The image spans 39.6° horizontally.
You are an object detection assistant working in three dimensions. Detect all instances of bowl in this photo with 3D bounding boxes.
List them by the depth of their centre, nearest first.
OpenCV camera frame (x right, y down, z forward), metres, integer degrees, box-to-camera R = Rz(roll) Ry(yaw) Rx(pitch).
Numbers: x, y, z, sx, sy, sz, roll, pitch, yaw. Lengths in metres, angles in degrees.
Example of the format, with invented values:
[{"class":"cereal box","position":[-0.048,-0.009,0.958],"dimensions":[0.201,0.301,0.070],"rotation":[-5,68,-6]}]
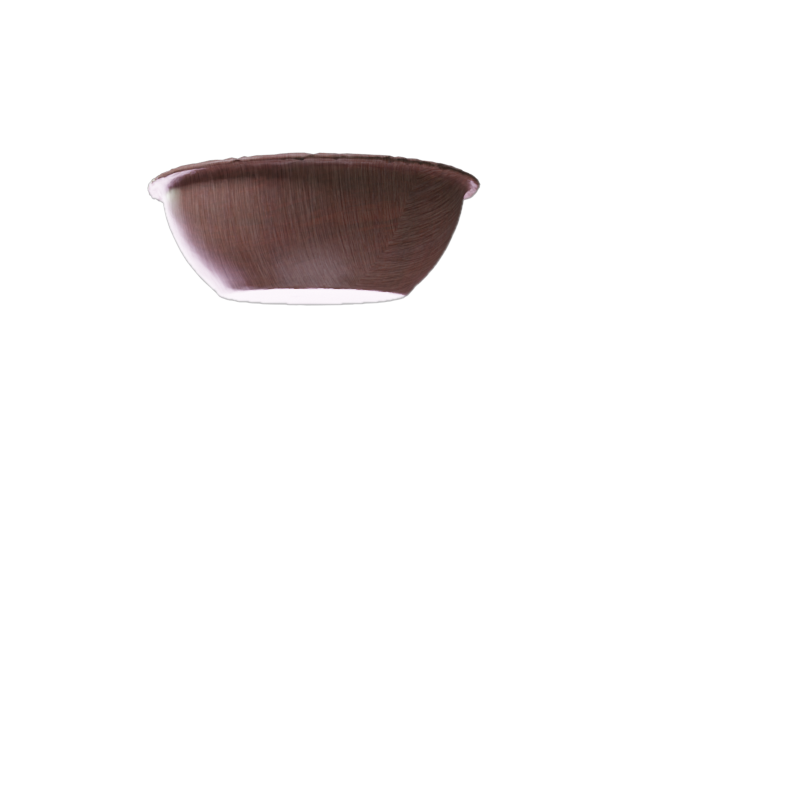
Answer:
[{"class":"bowl","position":[-0.042,-0.077,0.539],"dimensions":[0.162,0.056,0.161],"rotation":[0,-1,-2]}]
